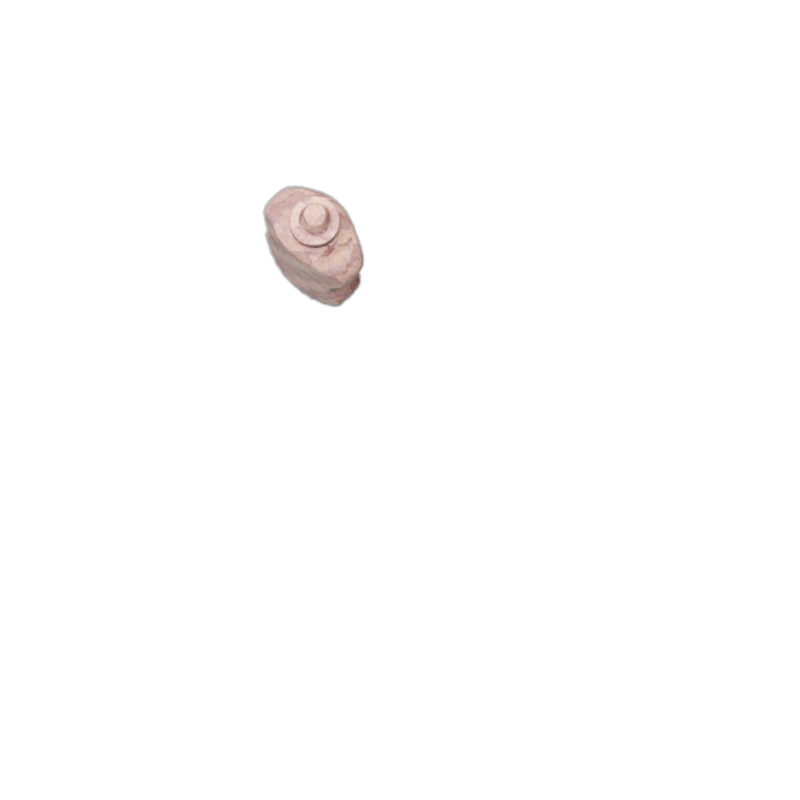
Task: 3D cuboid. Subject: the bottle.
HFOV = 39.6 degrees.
[{"bbox_3d":[-0.074,-0.137,0.954,0.059,0.098,0.188,-43,-2,-7],"label":"bottle"}]
